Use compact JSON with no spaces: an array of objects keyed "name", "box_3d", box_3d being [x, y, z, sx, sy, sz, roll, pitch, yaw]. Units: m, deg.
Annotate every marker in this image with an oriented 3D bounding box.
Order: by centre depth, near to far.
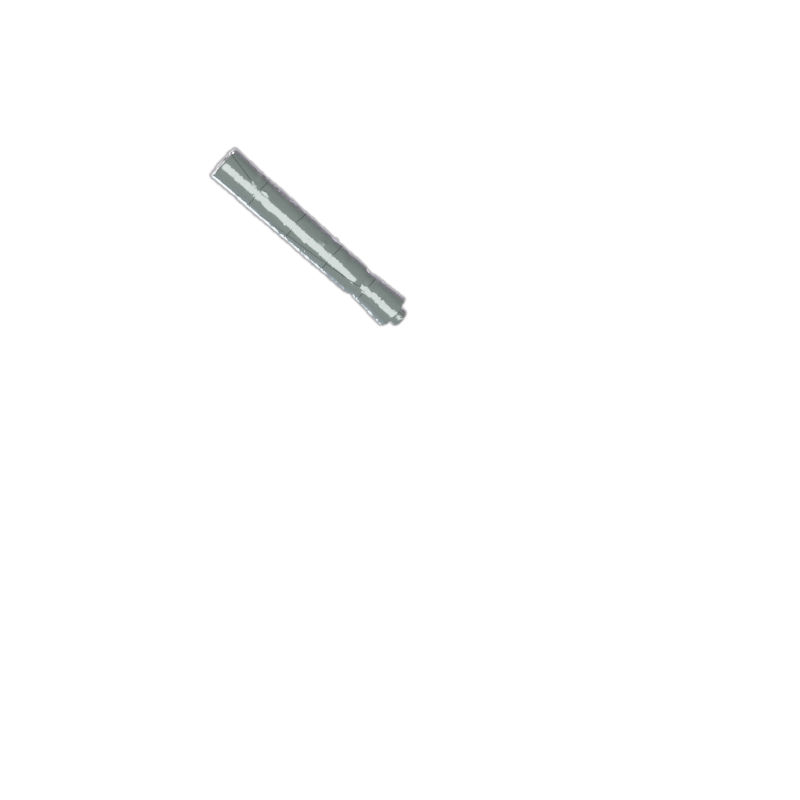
[{"name":"marker","box_3d":[-0.043,-0.079,0.554,0.118,0.020,0.020,41,-7,-11]}]
